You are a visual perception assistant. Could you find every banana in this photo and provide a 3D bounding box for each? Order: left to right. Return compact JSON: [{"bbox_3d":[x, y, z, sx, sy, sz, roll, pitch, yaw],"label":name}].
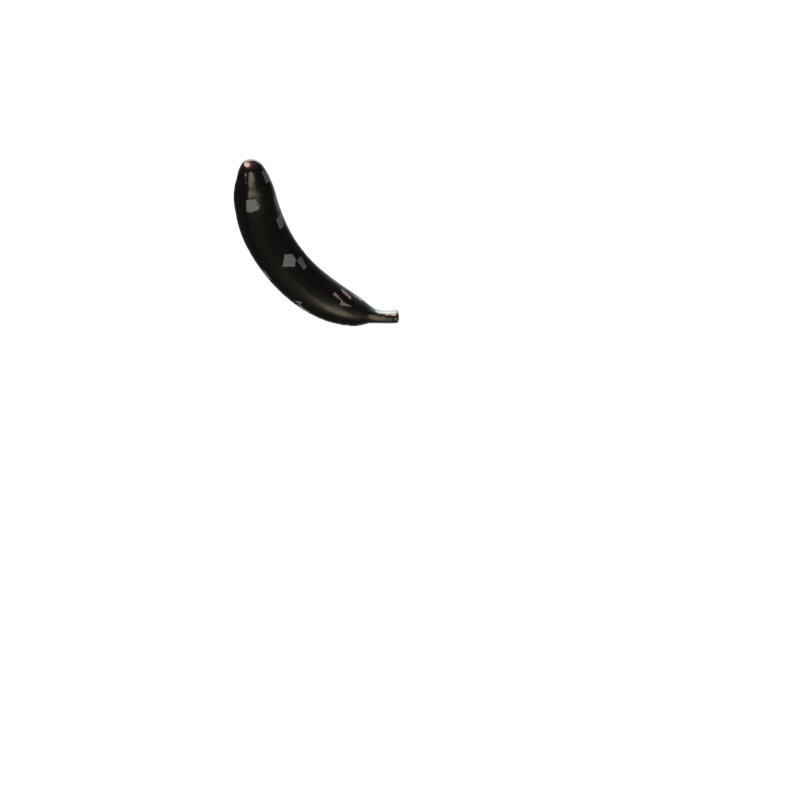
[{"bbox_3d":[-0.083,-0.118,0.903,0.069,0.039,0.185,-31,-56,23],"label":"banana"}]
